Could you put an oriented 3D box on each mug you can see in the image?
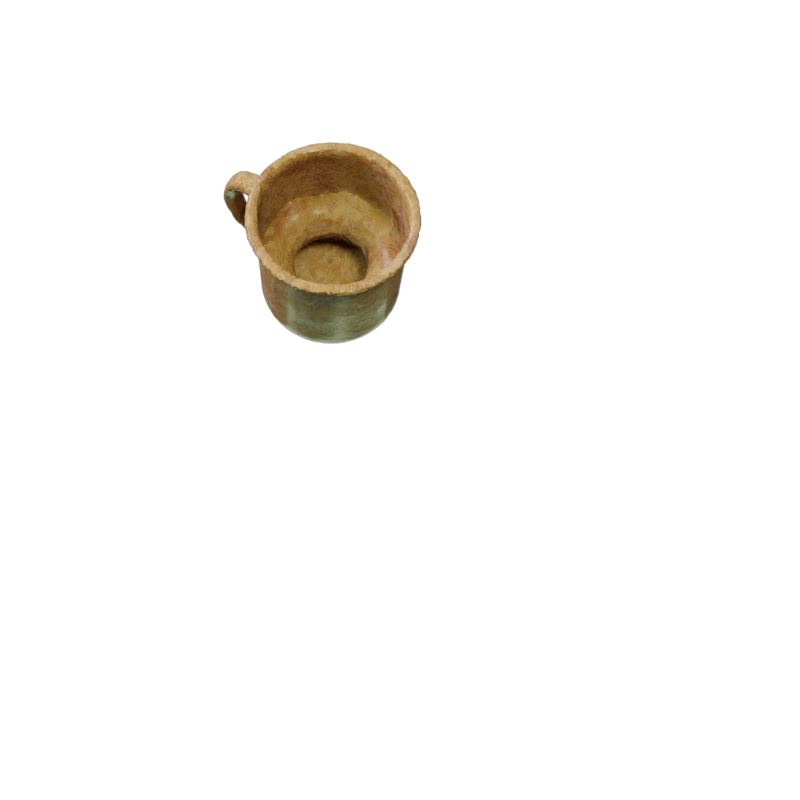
[{"bbox_3d":[-0.048,-0.088,0.619,0.121,0.096,0.077,28,-23,12],"label":"mug"}]
